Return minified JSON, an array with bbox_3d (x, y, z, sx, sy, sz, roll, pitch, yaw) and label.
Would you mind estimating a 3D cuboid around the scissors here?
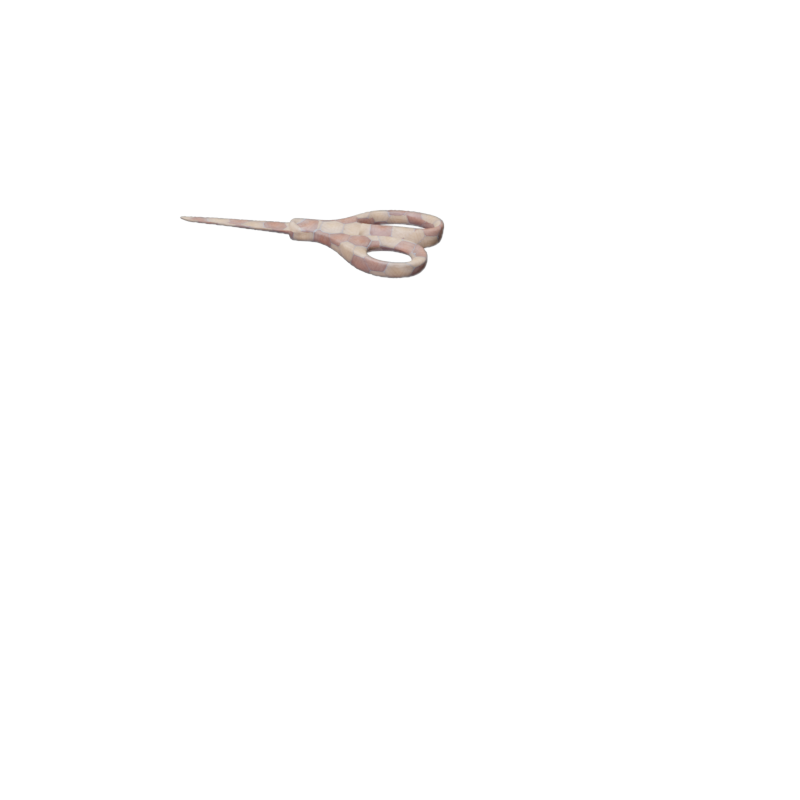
[{"bbox_3d":[-0.065,-0.119,0.831,0.201,0.015,0.103,-3,34,-4],"label":"scissors"}]
